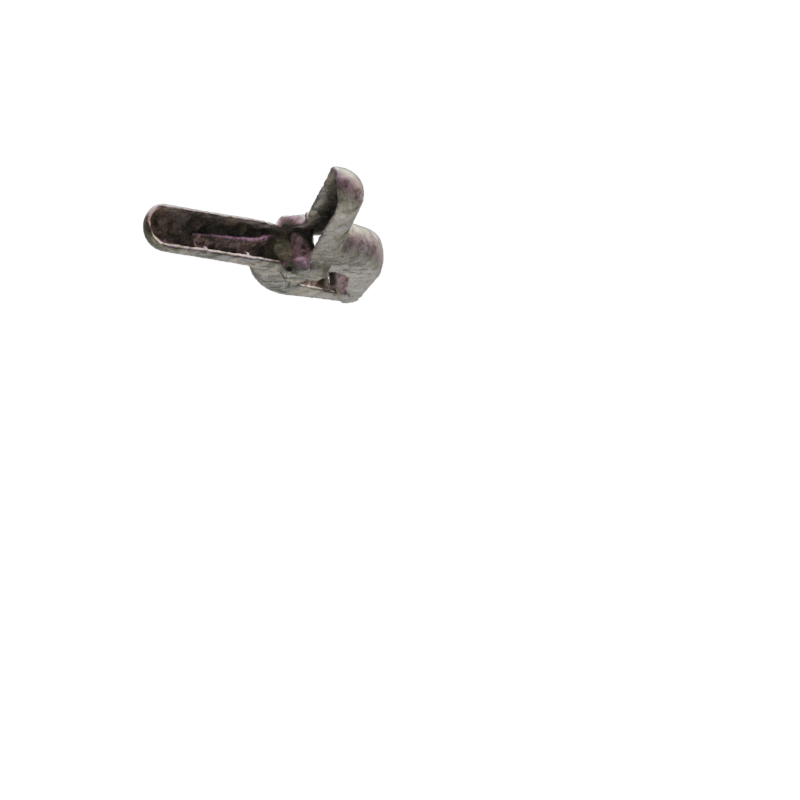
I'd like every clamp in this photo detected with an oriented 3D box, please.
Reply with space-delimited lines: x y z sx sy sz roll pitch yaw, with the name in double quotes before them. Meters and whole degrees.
"clamp" -0.049 -0.089 0.625 0.123 0.040 0.163 -4 -7 27
